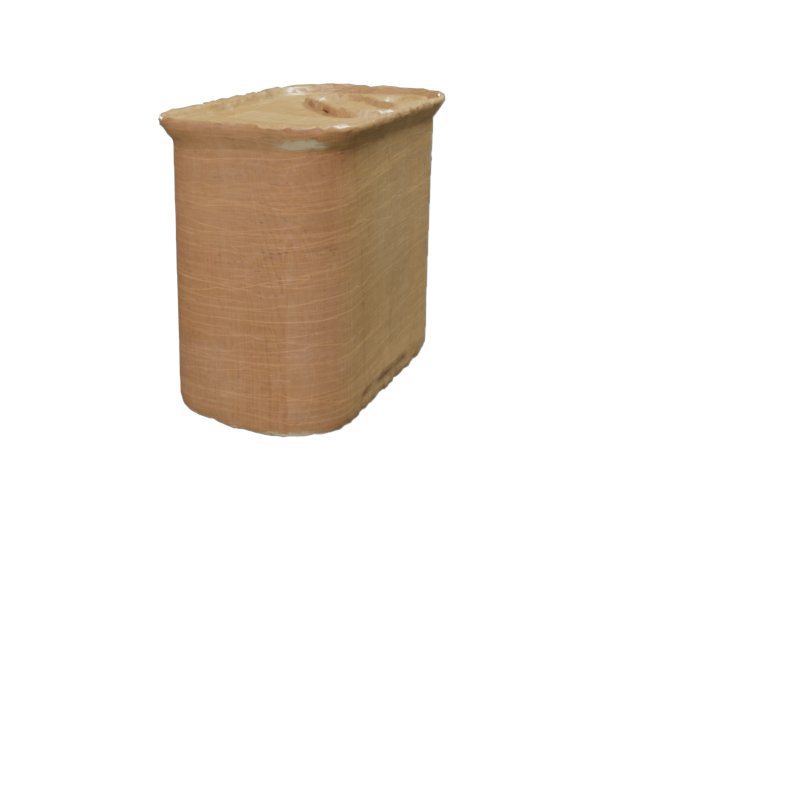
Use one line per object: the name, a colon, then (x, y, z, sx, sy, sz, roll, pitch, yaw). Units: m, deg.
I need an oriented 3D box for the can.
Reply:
can: (-0.026, -0.047, 0.329, 0.059, 0.081, 0.103, 7, 20, 19)
